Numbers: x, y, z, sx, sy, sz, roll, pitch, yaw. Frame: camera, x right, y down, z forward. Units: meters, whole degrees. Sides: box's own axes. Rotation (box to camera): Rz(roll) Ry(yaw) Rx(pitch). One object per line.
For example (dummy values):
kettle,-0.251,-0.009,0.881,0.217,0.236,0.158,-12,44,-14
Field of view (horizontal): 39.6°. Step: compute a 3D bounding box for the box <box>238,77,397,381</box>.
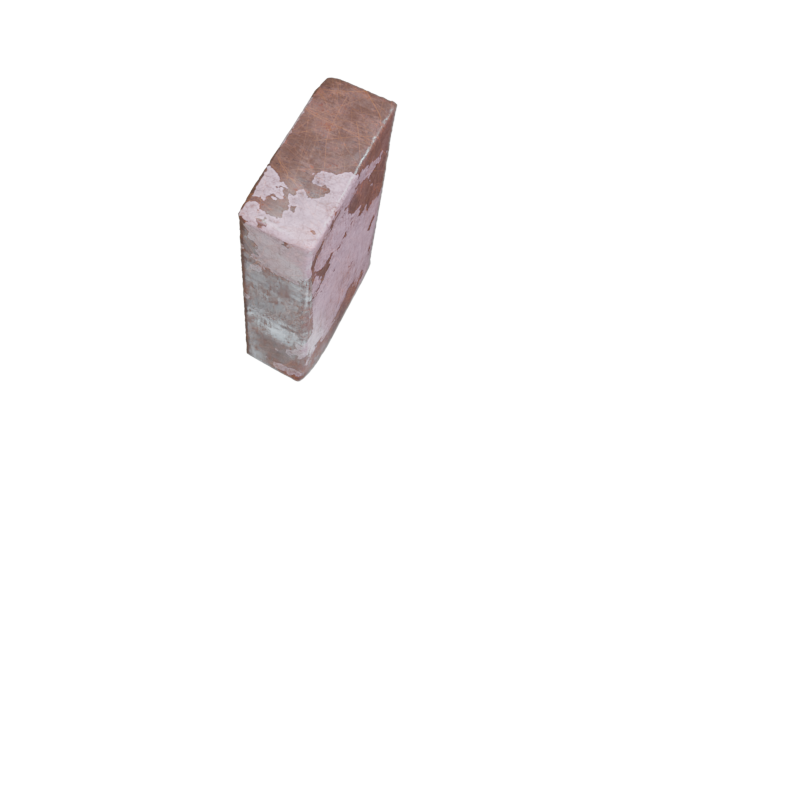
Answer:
box,-0.047,-0.085,0.593,0.049,0.096,0.167,25,-22,6
